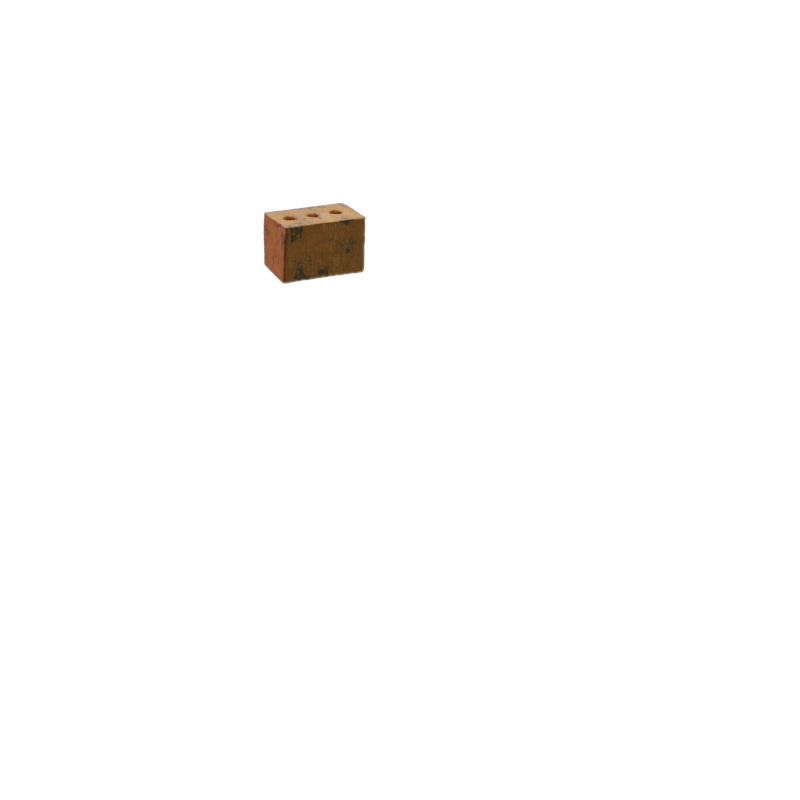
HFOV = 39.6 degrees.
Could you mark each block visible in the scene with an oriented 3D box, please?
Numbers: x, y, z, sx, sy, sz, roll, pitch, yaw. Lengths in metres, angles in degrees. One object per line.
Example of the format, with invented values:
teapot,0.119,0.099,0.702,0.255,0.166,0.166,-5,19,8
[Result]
block,-0.076,-0.139,0.975,0.076,0.049,0.056,-11,26,-23
